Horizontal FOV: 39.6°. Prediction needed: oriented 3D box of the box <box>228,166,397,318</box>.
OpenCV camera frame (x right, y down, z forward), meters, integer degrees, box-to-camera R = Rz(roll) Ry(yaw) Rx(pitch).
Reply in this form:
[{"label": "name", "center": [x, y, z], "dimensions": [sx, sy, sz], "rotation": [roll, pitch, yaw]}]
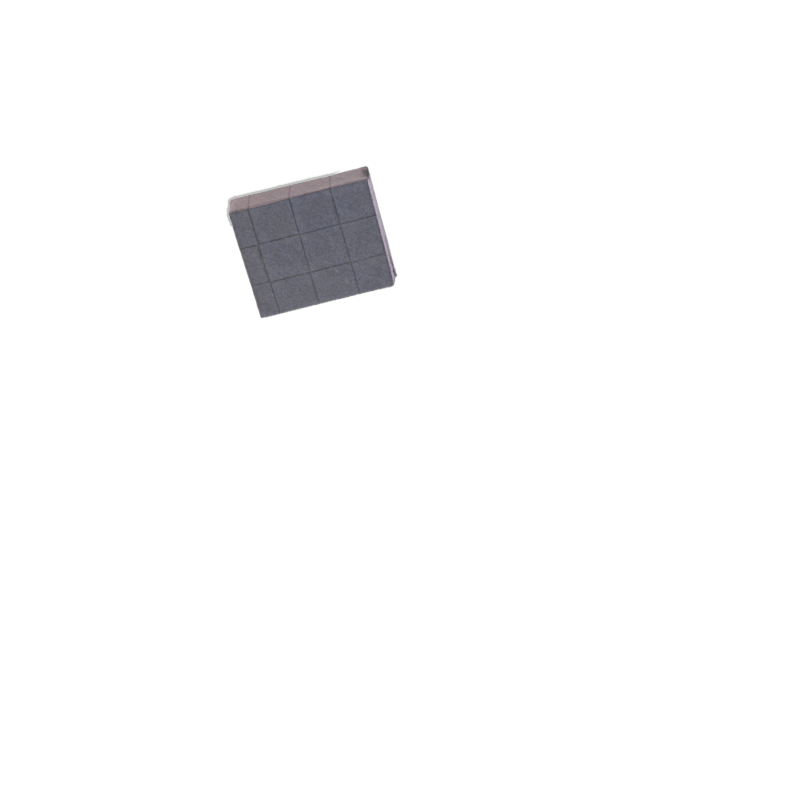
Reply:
[{"label": "box", "center": [-0.053, -0.097, 0.682], "dimensions": [0.089, 0.069, 0.032], "rotation": [-13, 24, 5]}]
